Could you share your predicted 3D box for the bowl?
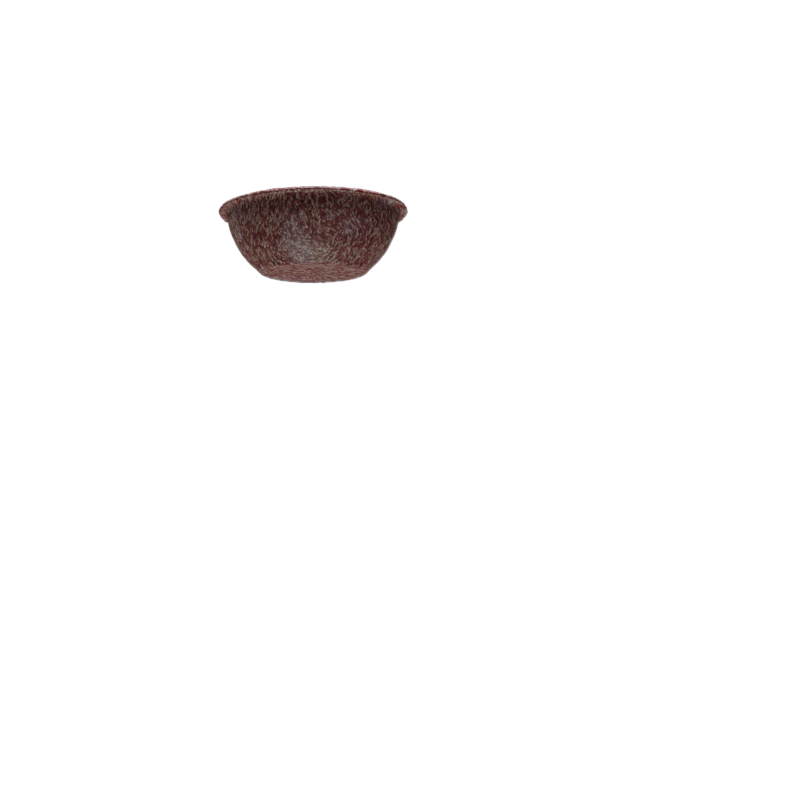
[{"bbox_3d":[-0.074,-0.134,0.939,0.162,0.056,0.159,0,-6,-2],"label":"bowl"}]
